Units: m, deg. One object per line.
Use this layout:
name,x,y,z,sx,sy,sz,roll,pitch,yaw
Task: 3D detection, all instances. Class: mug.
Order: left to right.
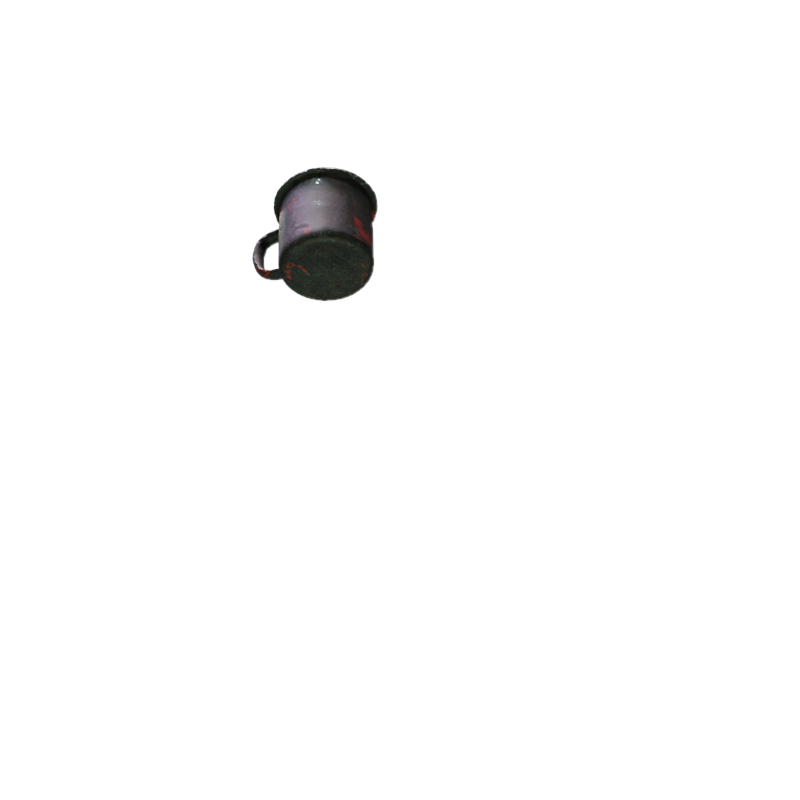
mug,-0.075,-0.138,0.964,0.118,0.087,0.086,-16,-44,15
